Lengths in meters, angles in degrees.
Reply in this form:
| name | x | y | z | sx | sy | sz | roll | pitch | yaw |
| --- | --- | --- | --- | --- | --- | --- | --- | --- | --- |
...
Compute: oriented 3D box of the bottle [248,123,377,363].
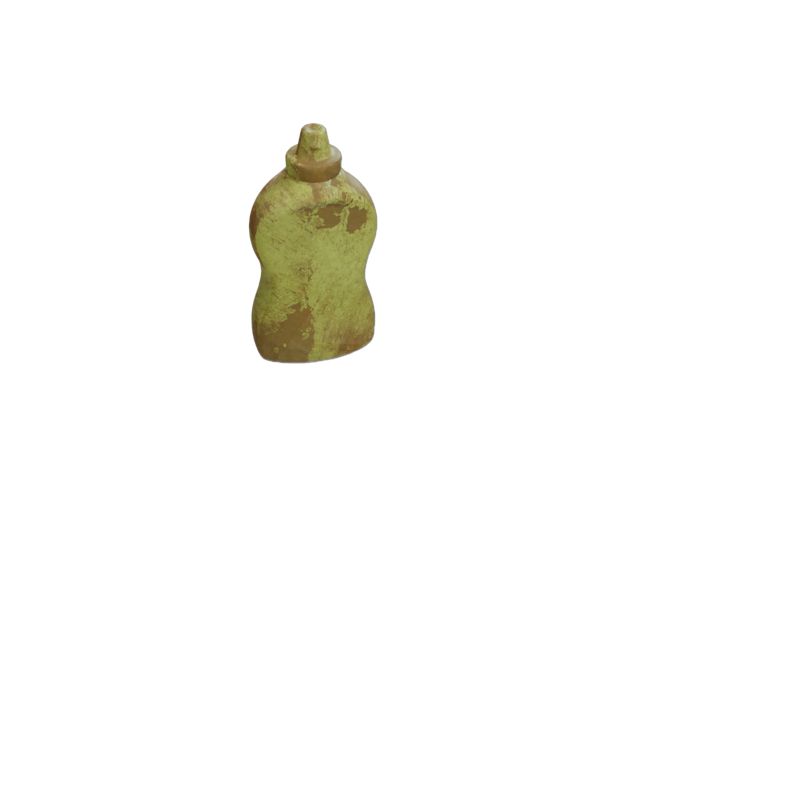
| name | x | y | z | sx | sy | sz | roll | pitch | yaw |
| --- | --- | --- | --- | --- | --- | --- | --- | --- | --- |
| bottle | -0.065 | -0.119 | 0.837 | 0.095 | 0.180 | 0.063 | -7 | 36 | -13 |
